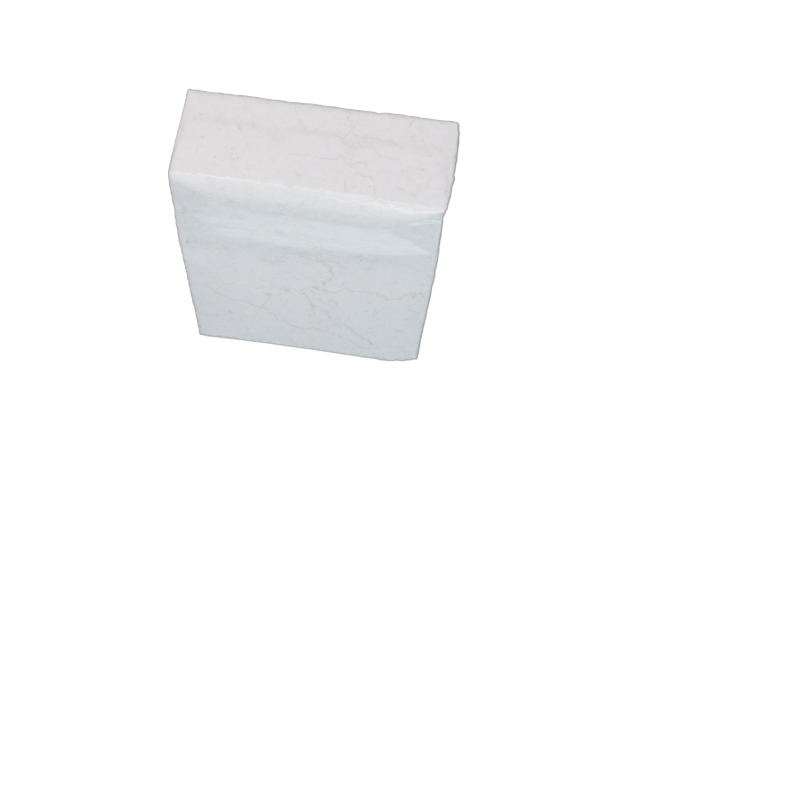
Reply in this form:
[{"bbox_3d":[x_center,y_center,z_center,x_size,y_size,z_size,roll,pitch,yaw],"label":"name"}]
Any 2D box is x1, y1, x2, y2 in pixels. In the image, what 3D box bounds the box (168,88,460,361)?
[{"bbox_3d":[-0.057,-0.103,0.724,0.165,0.076,0.202,8,-24,1],"label":"box"}]
